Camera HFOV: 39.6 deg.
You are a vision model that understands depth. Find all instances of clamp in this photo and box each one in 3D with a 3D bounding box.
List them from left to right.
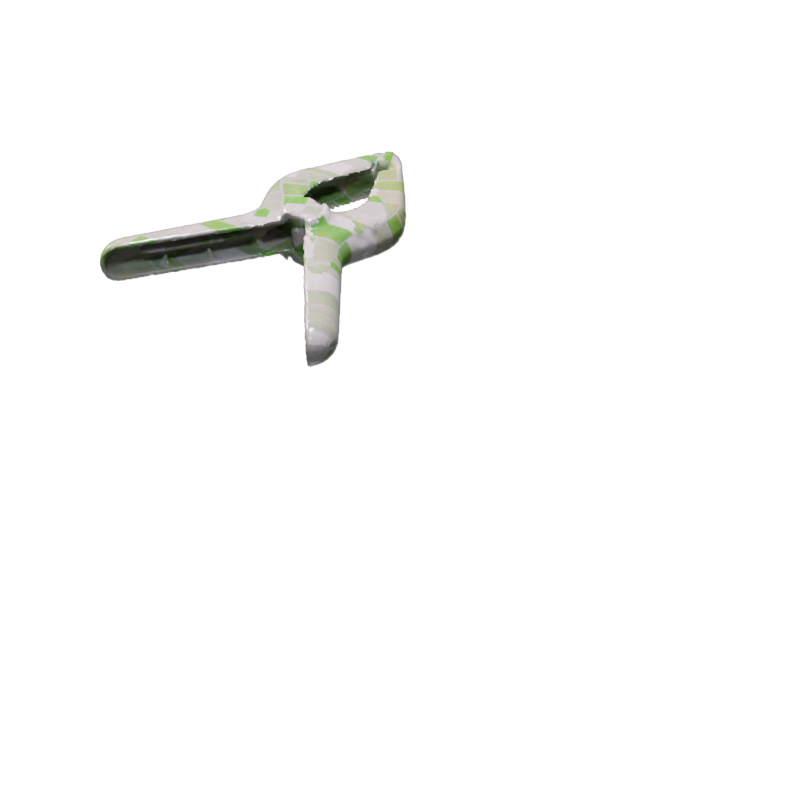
[{"bbox_3d":[-0.053,-0.097,0.678,0.175,0.034,0.211,28,45,31],"label":"clamp"}]
